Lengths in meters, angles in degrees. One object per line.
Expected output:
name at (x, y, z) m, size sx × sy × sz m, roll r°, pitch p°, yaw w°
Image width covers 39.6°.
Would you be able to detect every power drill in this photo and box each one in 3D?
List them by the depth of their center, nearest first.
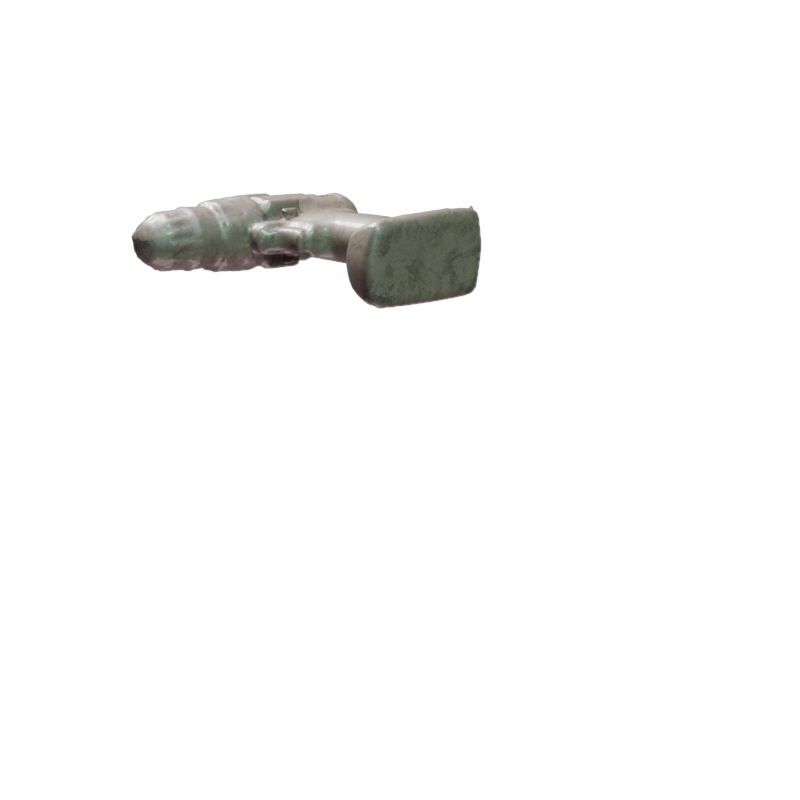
power drill at (-0.057, -0.104, 0.728) m, size 0.180 × 0.055 × 0.198 m, roll -16°, pitch 24°, yaw -41°
